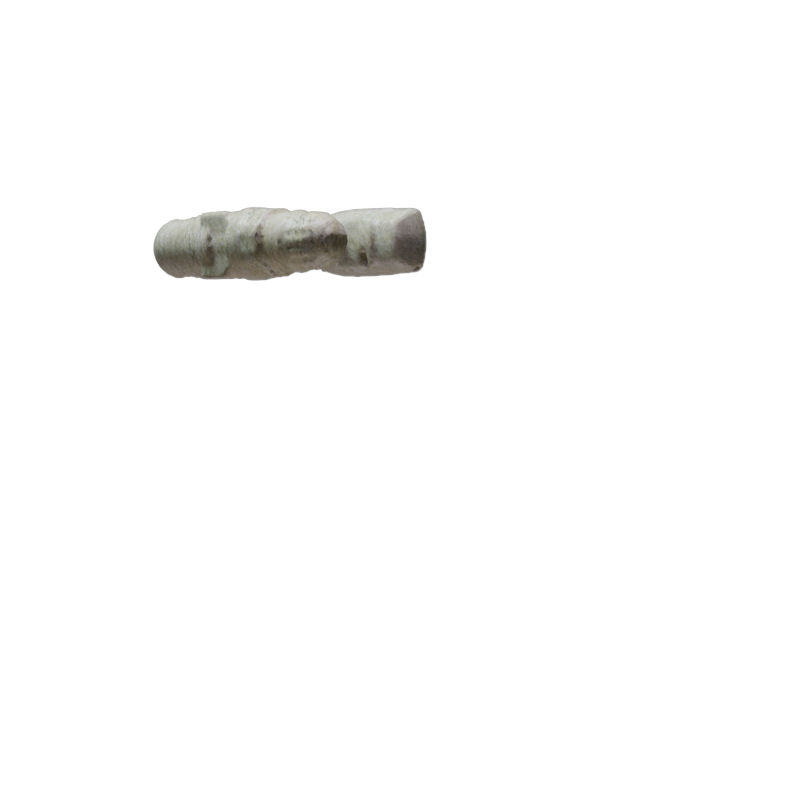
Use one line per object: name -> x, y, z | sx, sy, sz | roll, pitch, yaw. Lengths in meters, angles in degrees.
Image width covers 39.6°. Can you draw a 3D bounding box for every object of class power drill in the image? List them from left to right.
power drill -> -0.066, -0.121, 0.845 | 0.192, 0.057, 0.181 | 6, 9, 42
